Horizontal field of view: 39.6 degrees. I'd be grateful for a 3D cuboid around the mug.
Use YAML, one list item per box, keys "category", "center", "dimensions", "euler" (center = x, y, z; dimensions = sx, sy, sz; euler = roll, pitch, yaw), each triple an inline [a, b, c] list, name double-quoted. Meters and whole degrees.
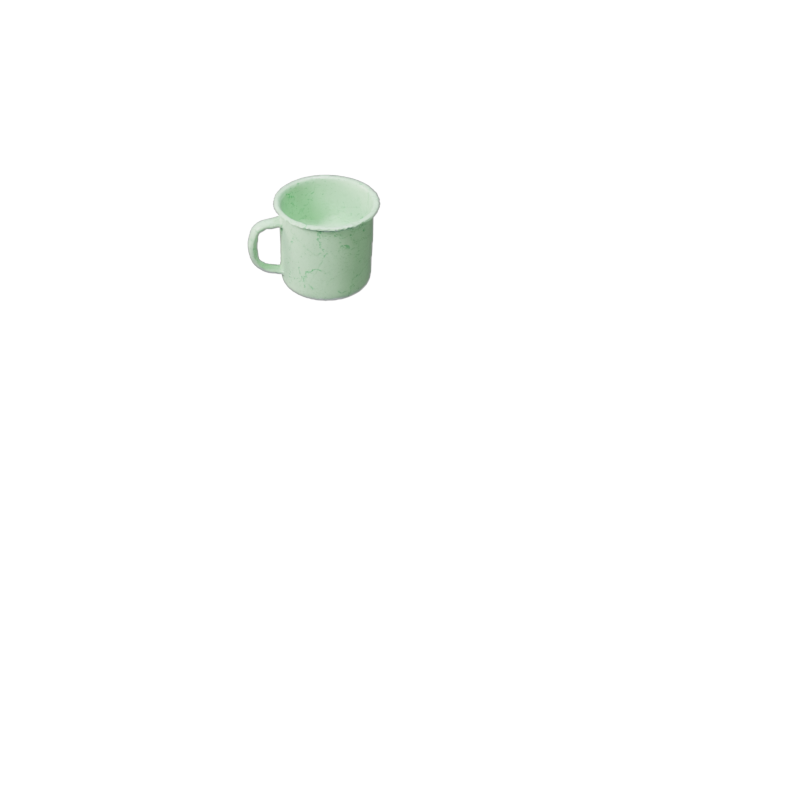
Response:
- category: "mug"
  center: [-0.077, -0.140, 0.979]
  dimensions: [0.116, 0.076, 0.101]
  euler: [-11, 39, -15]
